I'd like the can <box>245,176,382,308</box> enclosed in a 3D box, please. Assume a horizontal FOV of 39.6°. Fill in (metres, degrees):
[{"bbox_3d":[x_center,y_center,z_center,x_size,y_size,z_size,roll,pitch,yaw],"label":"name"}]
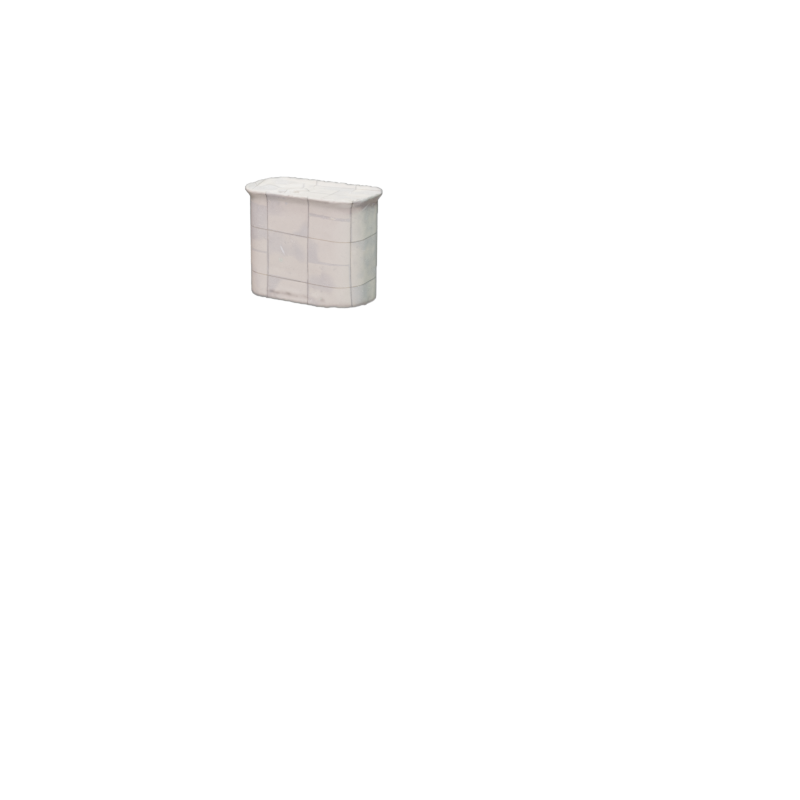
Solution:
[{"bbox_3d":[-0.065,-0.119,0.833,0.106,0.081,0.057,11,20,28],"label":"can"}]
